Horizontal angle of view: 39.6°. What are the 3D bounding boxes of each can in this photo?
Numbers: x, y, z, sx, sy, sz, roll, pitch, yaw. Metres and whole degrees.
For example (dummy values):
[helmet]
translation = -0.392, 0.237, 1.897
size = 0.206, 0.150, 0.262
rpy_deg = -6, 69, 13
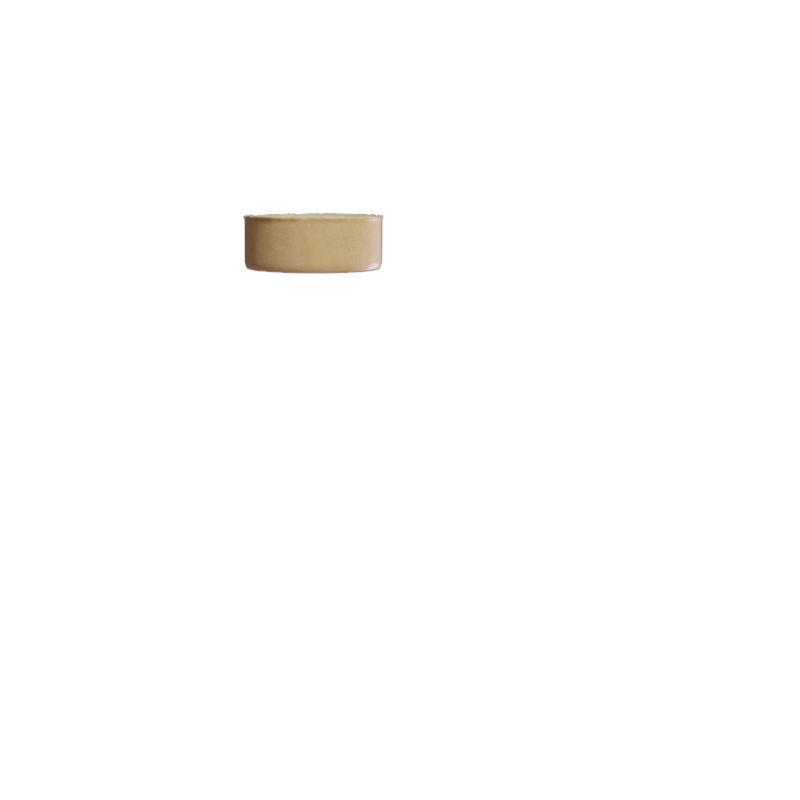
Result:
[can]
translation = -0.053, -0.097, 0.680
size = 0.086, 0.033, 0.087
rpy_deg = 0, 10, -2
